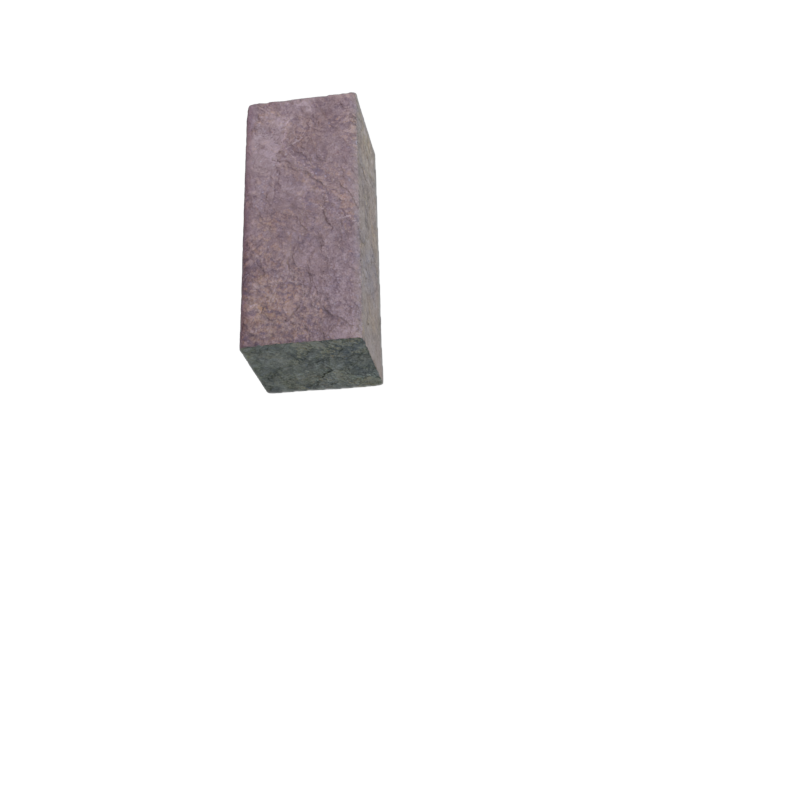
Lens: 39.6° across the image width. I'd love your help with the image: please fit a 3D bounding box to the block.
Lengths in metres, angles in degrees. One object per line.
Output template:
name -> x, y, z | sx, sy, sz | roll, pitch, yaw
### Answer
block -> -0.066, -0.120, 0.840 | 0.091, 0.219, 0.085 | -6, -27, 8
